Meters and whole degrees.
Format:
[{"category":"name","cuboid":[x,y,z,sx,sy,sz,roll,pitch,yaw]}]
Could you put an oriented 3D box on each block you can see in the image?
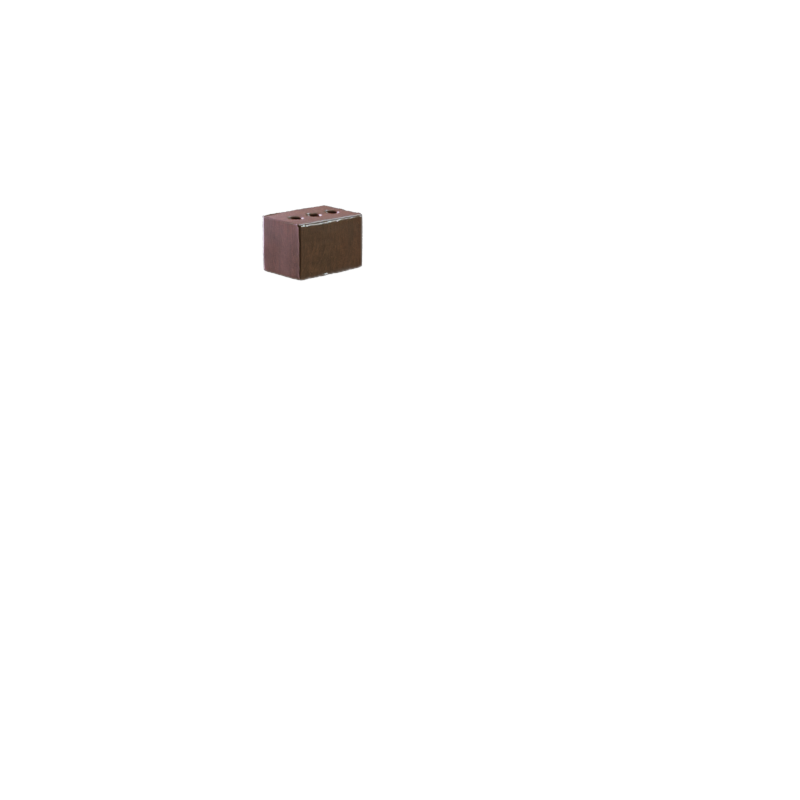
[{"category":"block","cuboid":[-0.078,-0.142,0.995,0.076,0.049,0.056,-17,24,-42]}]
